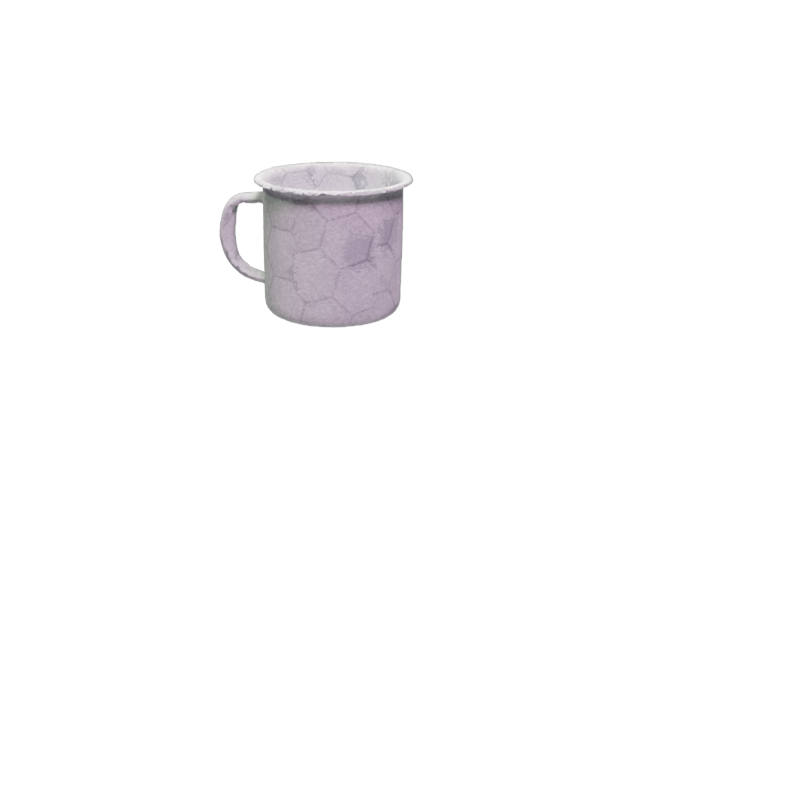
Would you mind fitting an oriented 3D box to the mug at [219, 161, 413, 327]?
[{"bbox_3d":[-0.052,-0.094,0.659,0.119,0.078,0.095,5,20,11],"label":"mug"}]
